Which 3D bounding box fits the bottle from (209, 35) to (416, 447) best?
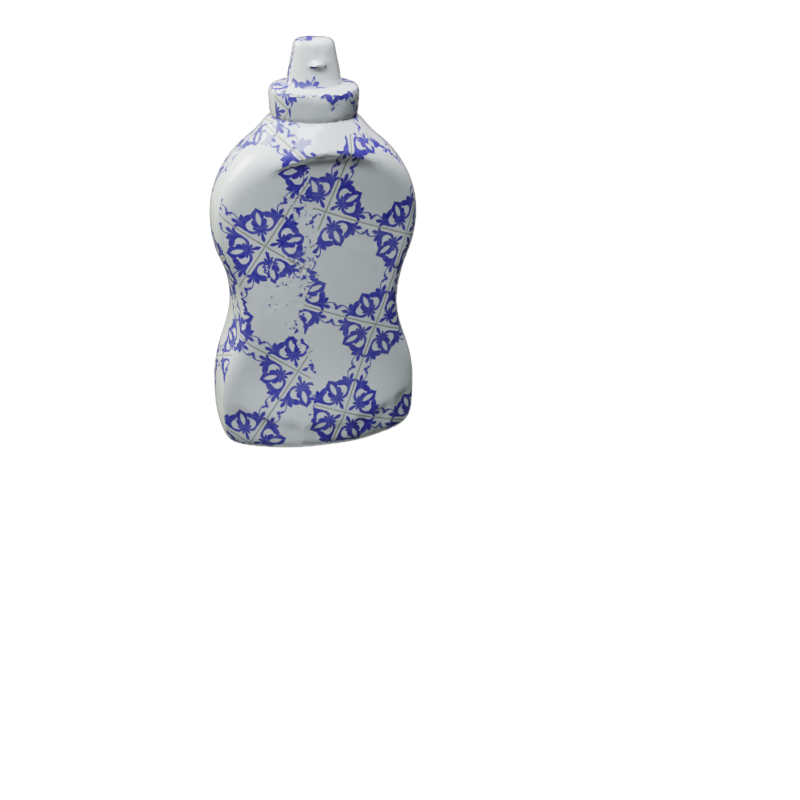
[{"bbox_3d":[-0.041,-0.074,0.522,0.095,0.183,0.062,-4,22,-12],"label":"bottle"}]
